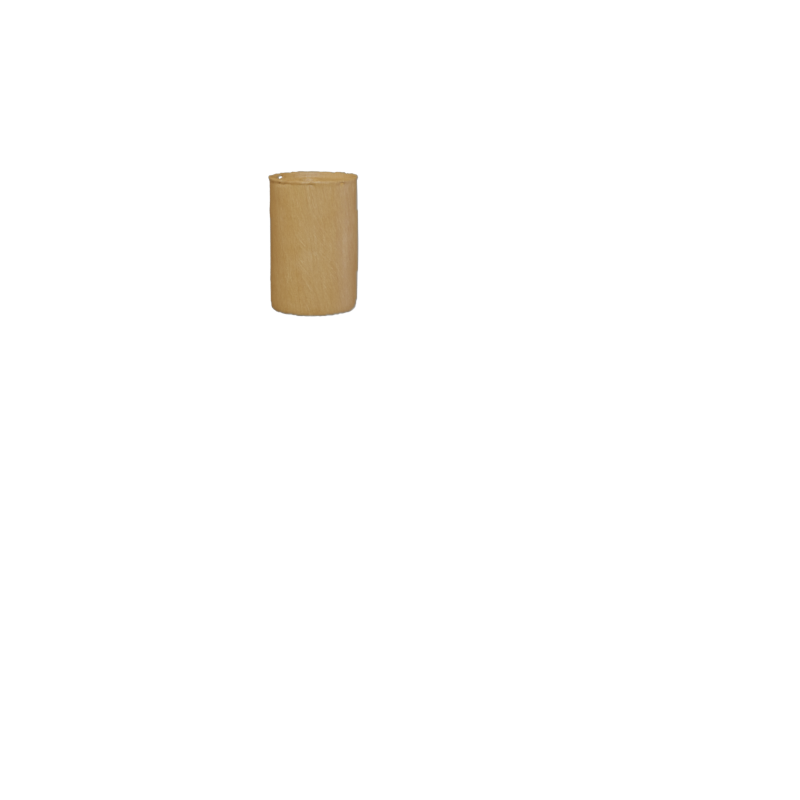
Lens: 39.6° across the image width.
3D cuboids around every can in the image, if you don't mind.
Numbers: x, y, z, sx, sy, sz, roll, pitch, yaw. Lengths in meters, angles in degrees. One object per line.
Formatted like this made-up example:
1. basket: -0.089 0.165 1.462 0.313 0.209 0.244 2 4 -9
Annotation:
1. can: -0.066 -0.121 0.846 0.068 0.100 0.071 0 13 -2
